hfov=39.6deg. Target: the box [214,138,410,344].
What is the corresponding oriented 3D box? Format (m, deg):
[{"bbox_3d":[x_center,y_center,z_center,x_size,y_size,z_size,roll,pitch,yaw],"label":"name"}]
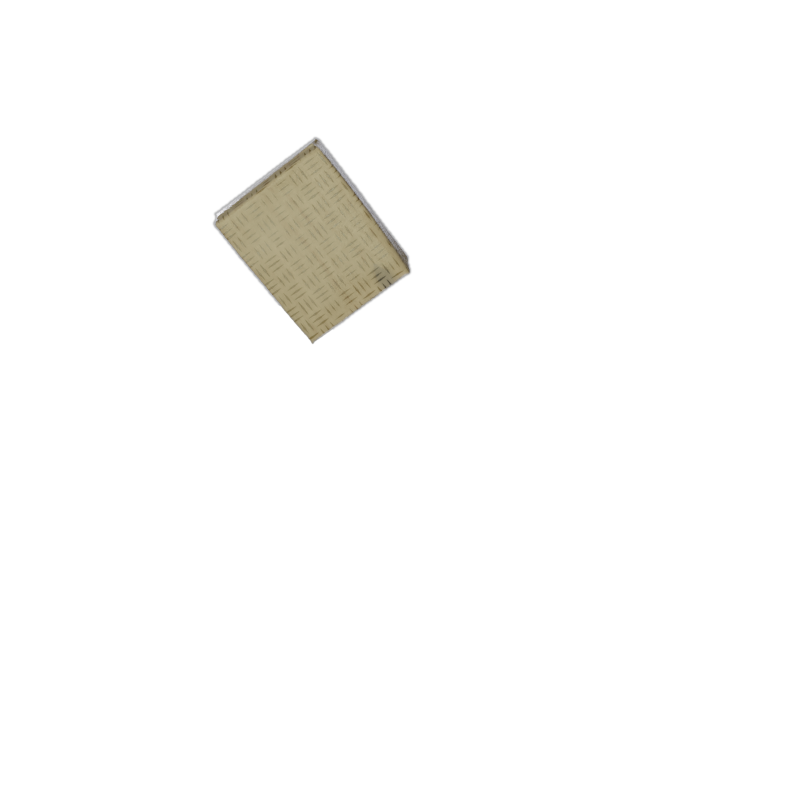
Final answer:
[{"bbox_3d":[-0.060,-0.109,0.766,0.089,0.110,0.040,-36,13,9],"label":"box"}]
